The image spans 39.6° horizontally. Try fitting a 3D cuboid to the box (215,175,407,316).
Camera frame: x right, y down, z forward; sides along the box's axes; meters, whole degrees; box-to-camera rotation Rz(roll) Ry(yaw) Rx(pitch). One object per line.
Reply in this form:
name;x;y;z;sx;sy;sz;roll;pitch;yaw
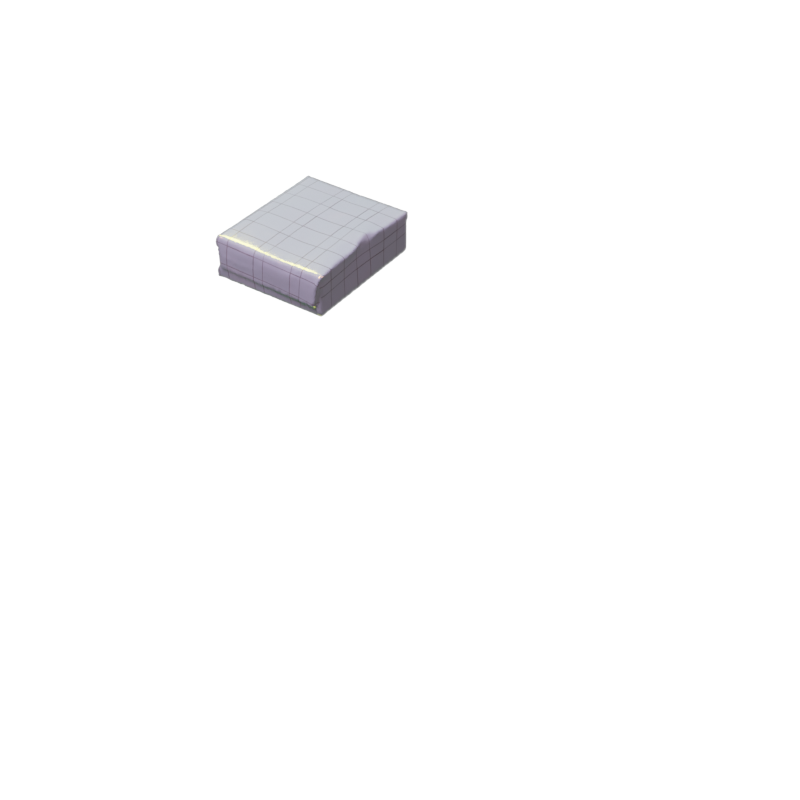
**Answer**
box;-0.050;-0.090;0.633;0.077;0.028;0.090;23;43;27
